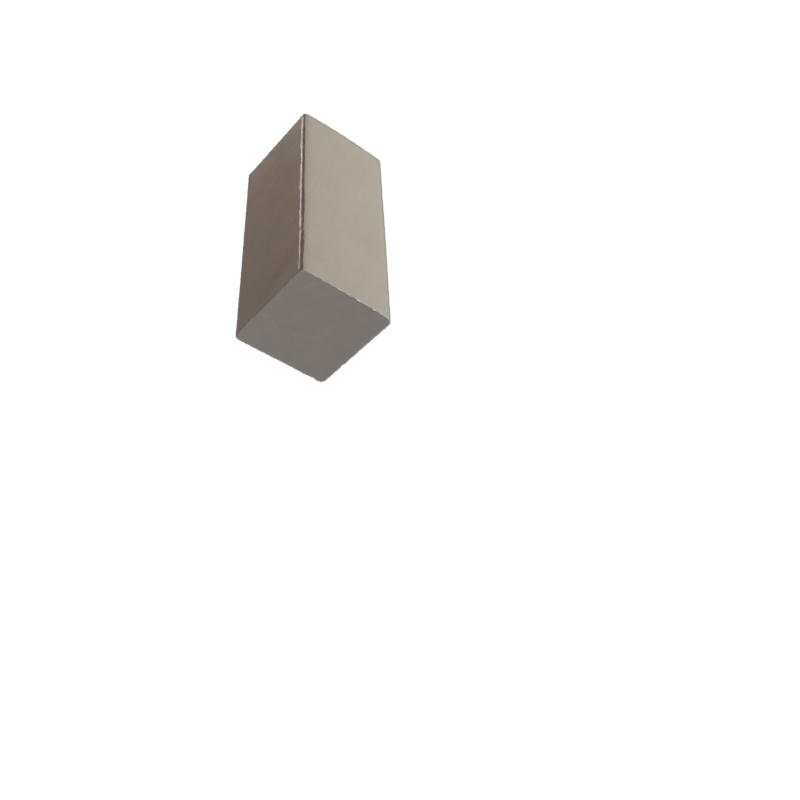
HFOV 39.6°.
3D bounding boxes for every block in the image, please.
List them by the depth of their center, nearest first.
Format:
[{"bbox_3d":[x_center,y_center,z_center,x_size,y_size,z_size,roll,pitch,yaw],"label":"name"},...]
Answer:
[{"bbox_3d":[-0.072,-0.132,0.928,0.085,0.221,0.089,29,-54,-28],"label":"block"}]
